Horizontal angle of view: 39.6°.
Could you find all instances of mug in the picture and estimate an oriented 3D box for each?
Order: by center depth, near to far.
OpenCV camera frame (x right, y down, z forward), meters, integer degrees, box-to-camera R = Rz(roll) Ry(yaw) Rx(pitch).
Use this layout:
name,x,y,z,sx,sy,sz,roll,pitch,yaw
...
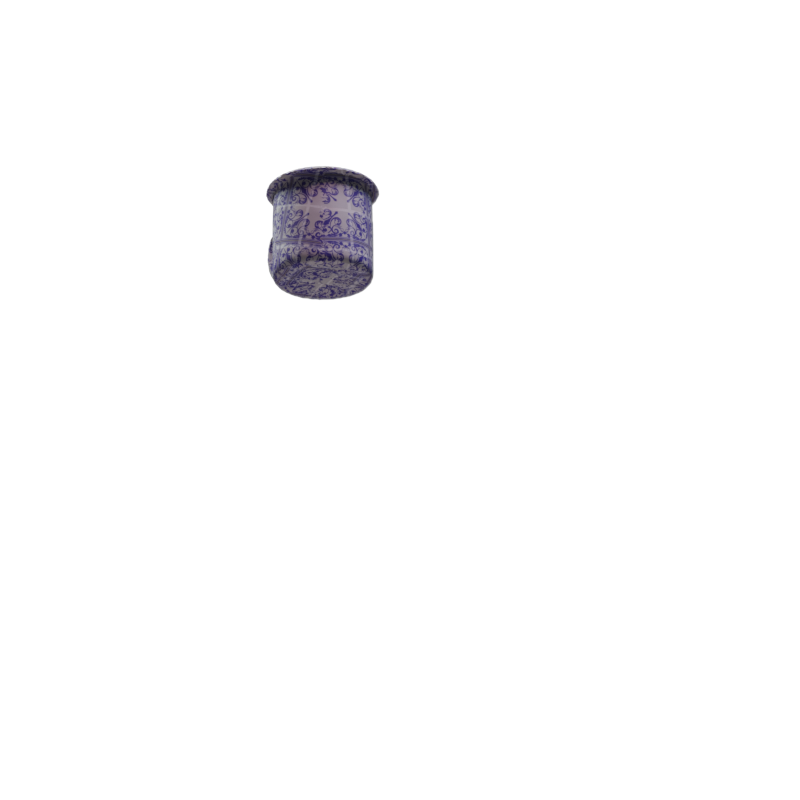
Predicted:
name,x,y,z,sx,sy,sz,roll,pitch,yaw
mug,-0.071,-0.130,0.910,0.088,0.086,0.118,18,-27,-40
